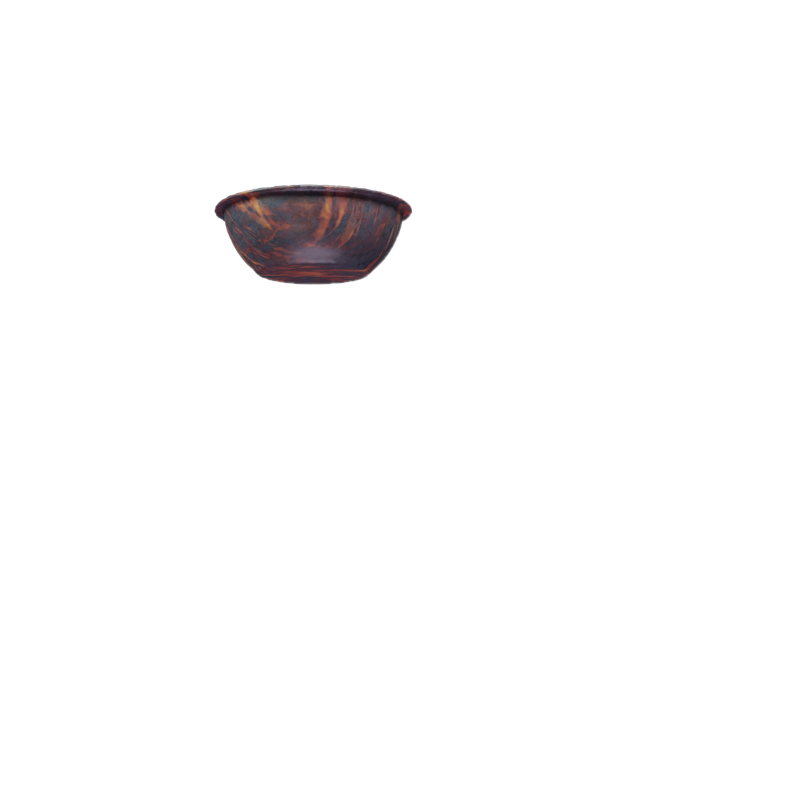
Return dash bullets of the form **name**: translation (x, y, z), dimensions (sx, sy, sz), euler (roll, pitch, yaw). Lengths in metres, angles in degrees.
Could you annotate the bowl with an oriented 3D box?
- **bowl**: translation (-0.071, -0.129, 0.902), dimensions (0.162, 0.056, 0.159), euler (0, -6, -2)
